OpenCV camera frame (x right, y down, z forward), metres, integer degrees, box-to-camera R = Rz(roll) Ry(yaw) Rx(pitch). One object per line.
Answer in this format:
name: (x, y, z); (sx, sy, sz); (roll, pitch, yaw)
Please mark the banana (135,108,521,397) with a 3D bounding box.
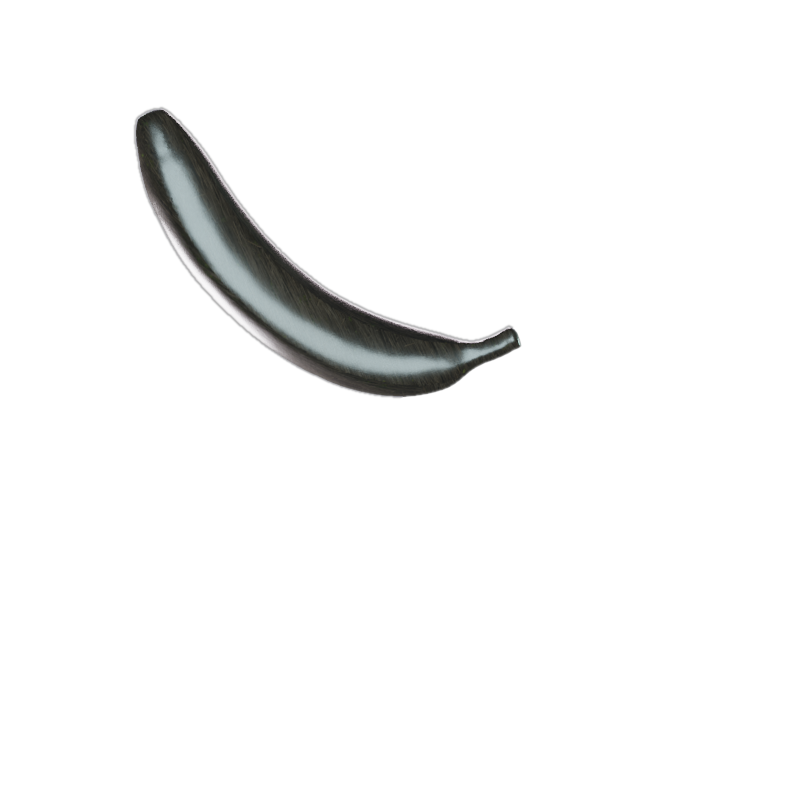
banana: (-0.046, -0.055, 0.505); (0.195, 0.069, 0.038); (31, 8, -5)
